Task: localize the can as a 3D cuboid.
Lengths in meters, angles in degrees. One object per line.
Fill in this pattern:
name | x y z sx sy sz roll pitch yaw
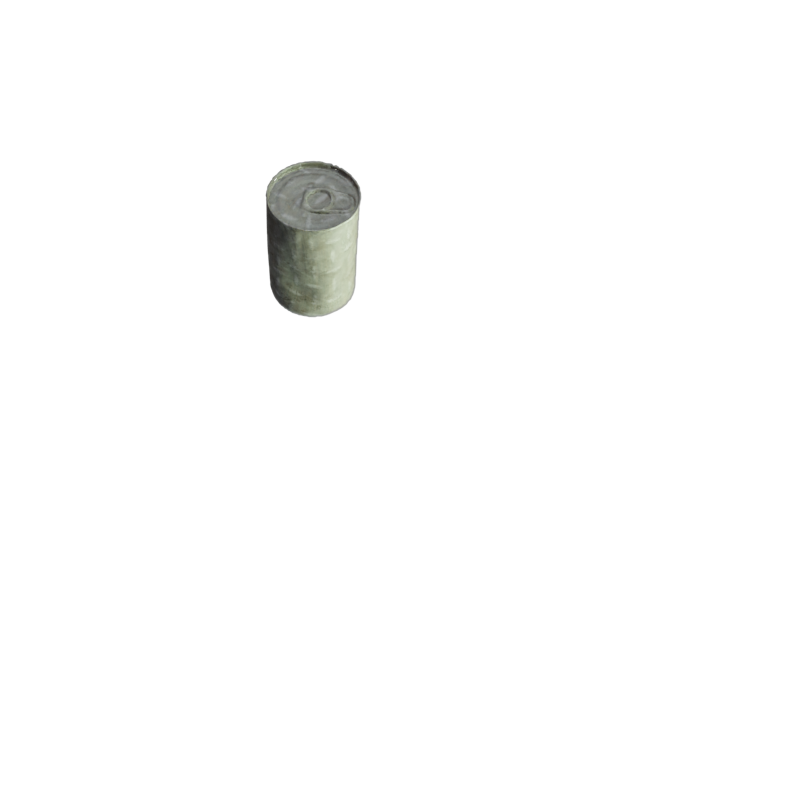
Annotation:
can | -0.064 -0.117 0.822 0.068 0.073 0.095 0 -37 -3
